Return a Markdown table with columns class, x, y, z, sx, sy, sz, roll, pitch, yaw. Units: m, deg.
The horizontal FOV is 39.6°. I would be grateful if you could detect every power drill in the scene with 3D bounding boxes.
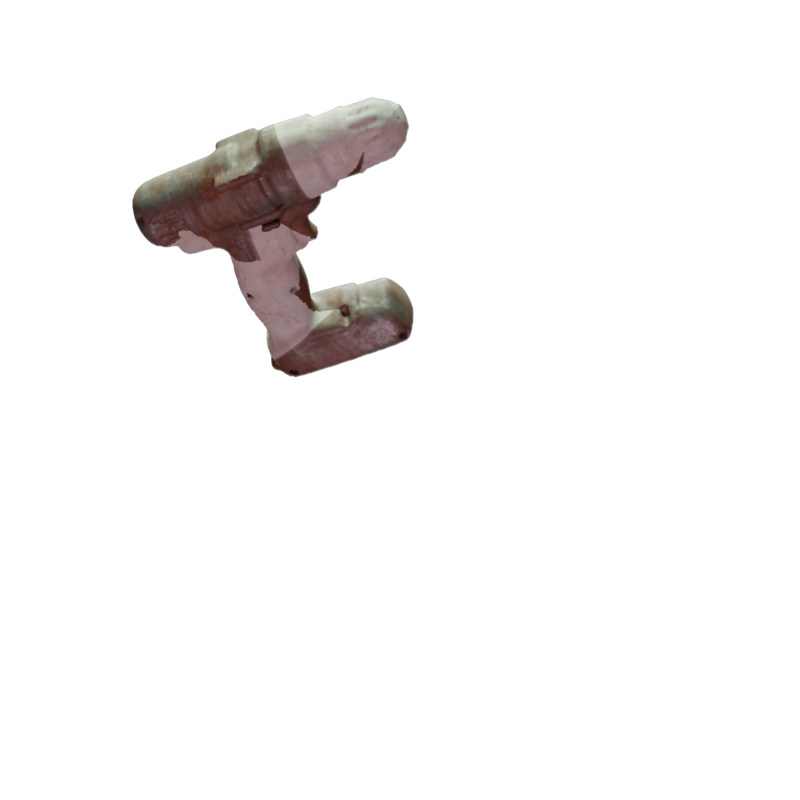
| class | x | y | z | sx | sy | sz | roll | pitch | yaw |
| --- | --- | --- | --- | --- | --- | --- | --- | --- | --- |
| power drill | -0.058 | -0.105 | 0.737 | 0.186 | 0.062 | 0.173 | -17 | -47 | 16 |
